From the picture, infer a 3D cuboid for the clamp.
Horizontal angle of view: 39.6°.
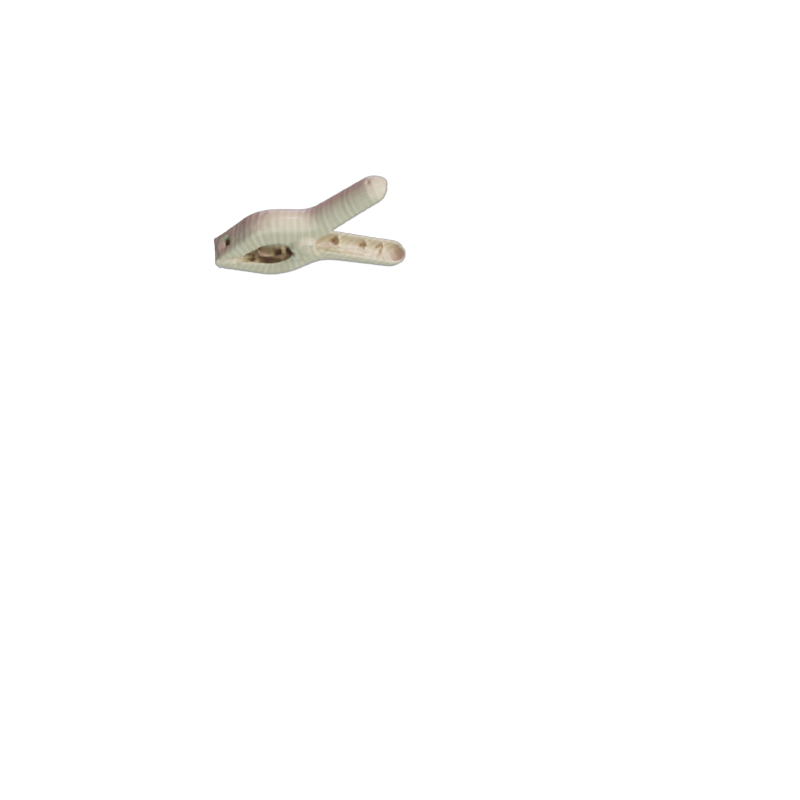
[{"bbox_3d":[-0.077,-0.141,0.989,0.173,0.042,0.111,-11,-36,16],"label":"clamp"}]
